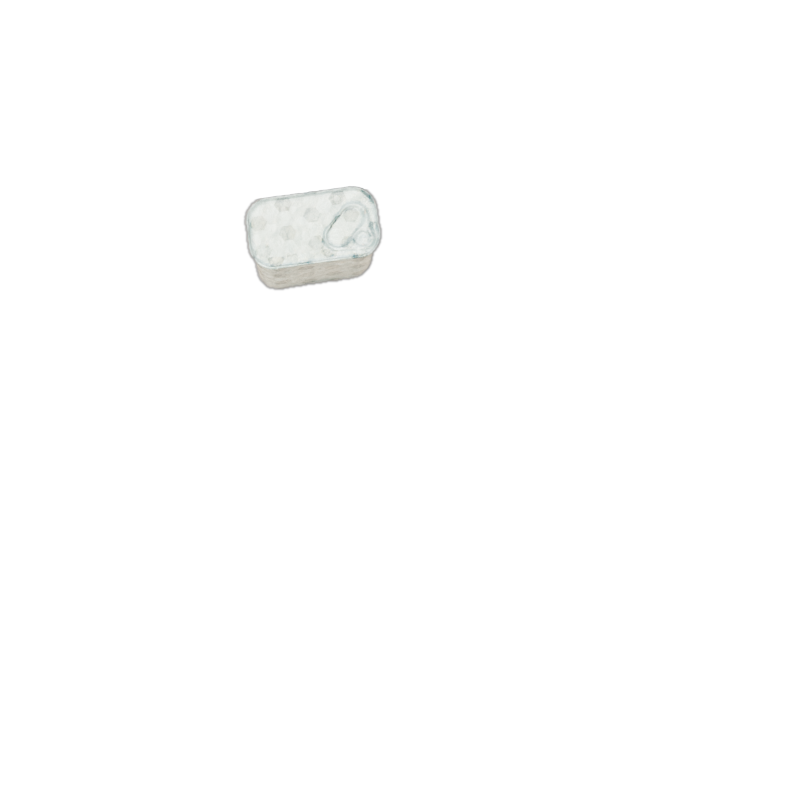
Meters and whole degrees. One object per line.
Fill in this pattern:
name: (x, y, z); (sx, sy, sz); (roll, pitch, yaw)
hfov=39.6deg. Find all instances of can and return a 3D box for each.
can: (-0.069, -0.126, 0.883); (0.101, 0.059, 0.081); (-8, -10, -4)
